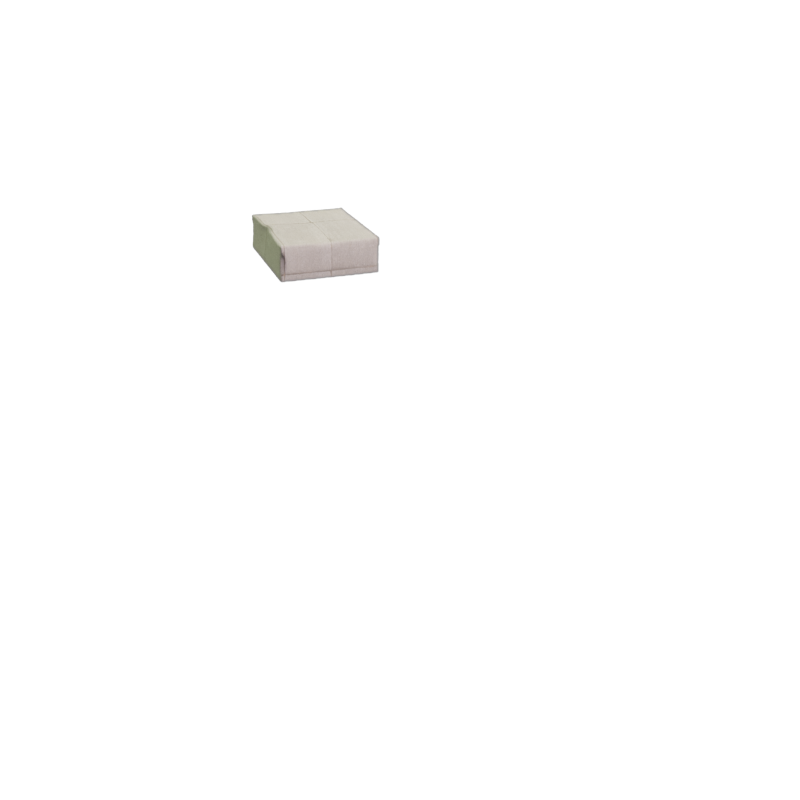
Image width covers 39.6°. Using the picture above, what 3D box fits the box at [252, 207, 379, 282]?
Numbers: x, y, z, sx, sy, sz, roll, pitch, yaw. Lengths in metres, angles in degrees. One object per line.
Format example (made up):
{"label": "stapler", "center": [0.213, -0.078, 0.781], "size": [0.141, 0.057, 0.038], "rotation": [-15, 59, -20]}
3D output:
{"label": "box", "center": [-0.064, -0.116, 0.812], "size": [0.072, 0.029, 0.095], "rotation": [-7, 25, -17]}
